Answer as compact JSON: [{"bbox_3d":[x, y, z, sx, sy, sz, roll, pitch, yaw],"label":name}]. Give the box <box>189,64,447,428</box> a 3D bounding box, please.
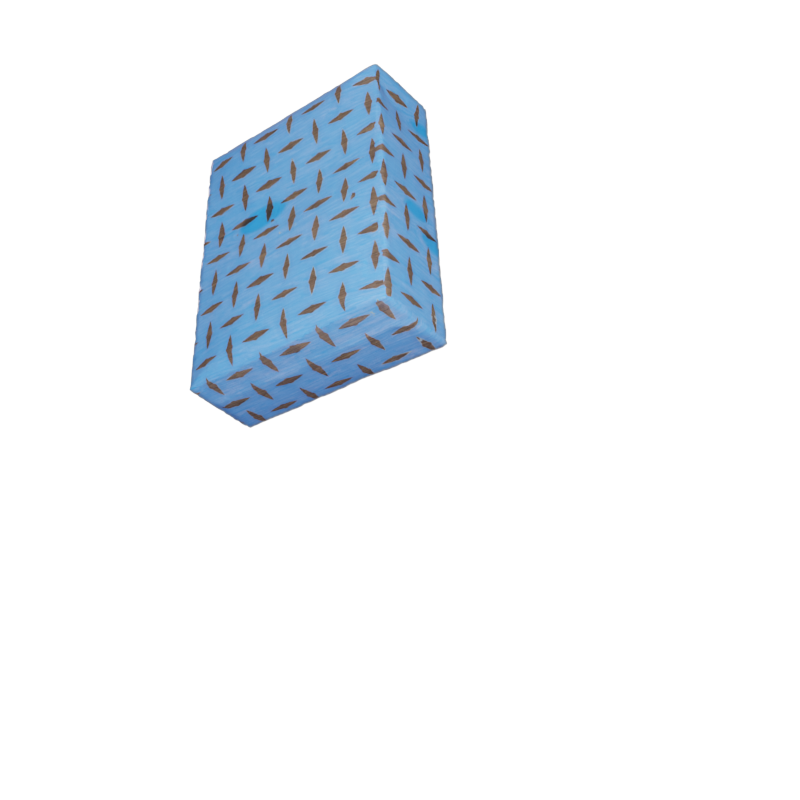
[{"bbox_3d":[-0.060,-0.110,0.769,0.165,0.229,0.067,-24,-41,27],"label":"box"}]
